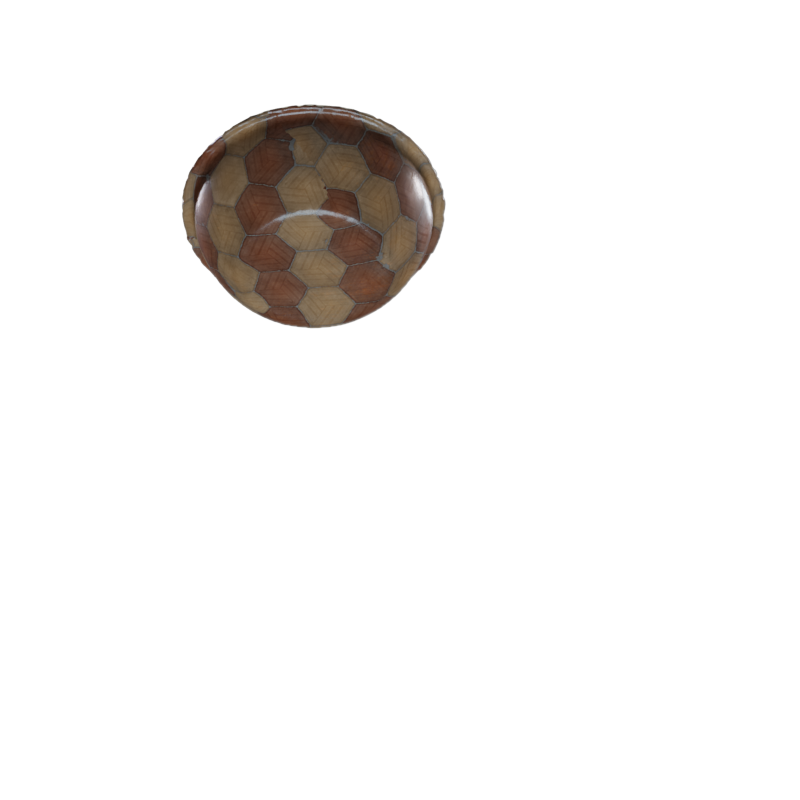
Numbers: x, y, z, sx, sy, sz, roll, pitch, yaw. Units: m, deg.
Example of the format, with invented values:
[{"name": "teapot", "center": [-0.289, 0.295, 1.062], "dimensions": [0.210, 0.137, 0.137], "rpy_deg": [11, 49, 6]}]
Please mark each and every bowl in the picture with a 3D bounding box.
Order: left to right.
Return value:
[{"name": "bowl", "center": [-0.052, -0.095, 0.663], "dimensions": [0.162, 0.151, 0.059], "rpy_deg": [1, 43, -1]}]
